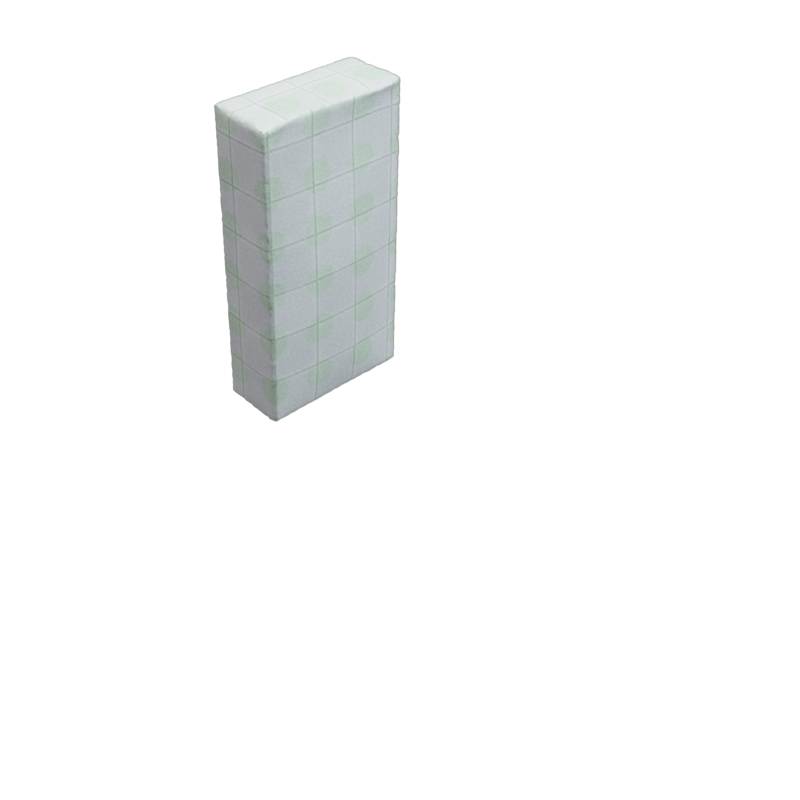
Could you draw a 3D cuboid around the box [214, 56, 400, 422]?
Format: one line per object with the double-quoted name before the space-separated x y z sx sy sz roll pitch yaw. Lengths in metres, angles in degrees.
"box" -0.046 -0.084 0.588 0.093 0.165 0.051 -28 46 -35
